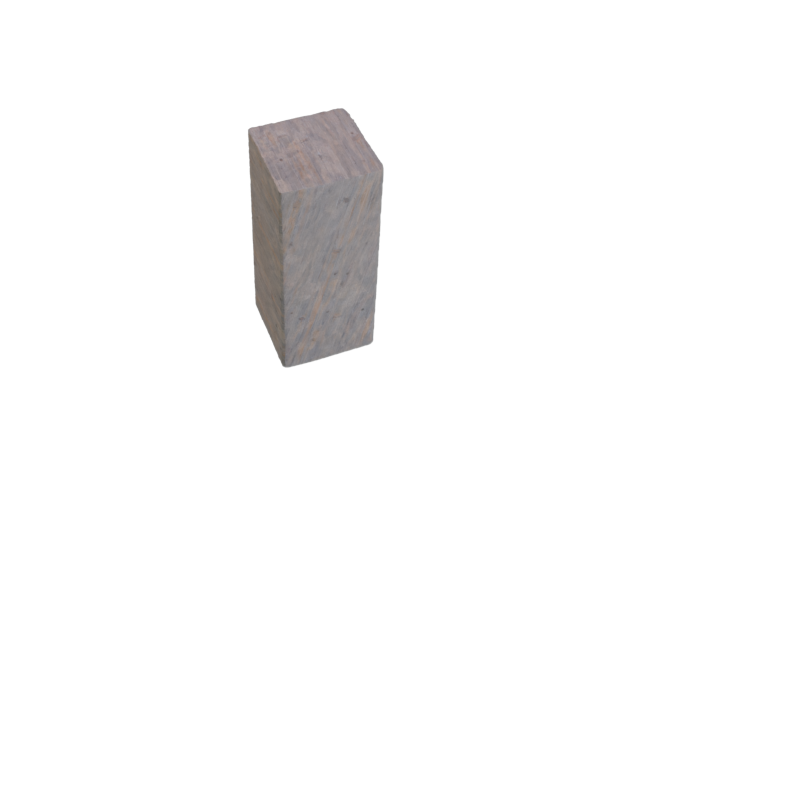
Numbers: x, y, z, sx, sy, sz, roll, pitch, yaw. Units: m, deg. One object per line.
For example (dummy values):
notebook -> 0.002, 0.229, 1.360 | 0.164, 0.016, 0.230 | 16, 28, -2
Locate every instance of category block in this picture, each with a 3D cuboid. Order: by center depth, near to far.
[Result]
block -> -0.075, -0.138, 0.964 | 0.089, 0.192, 0.098 | -14, 49, -17
